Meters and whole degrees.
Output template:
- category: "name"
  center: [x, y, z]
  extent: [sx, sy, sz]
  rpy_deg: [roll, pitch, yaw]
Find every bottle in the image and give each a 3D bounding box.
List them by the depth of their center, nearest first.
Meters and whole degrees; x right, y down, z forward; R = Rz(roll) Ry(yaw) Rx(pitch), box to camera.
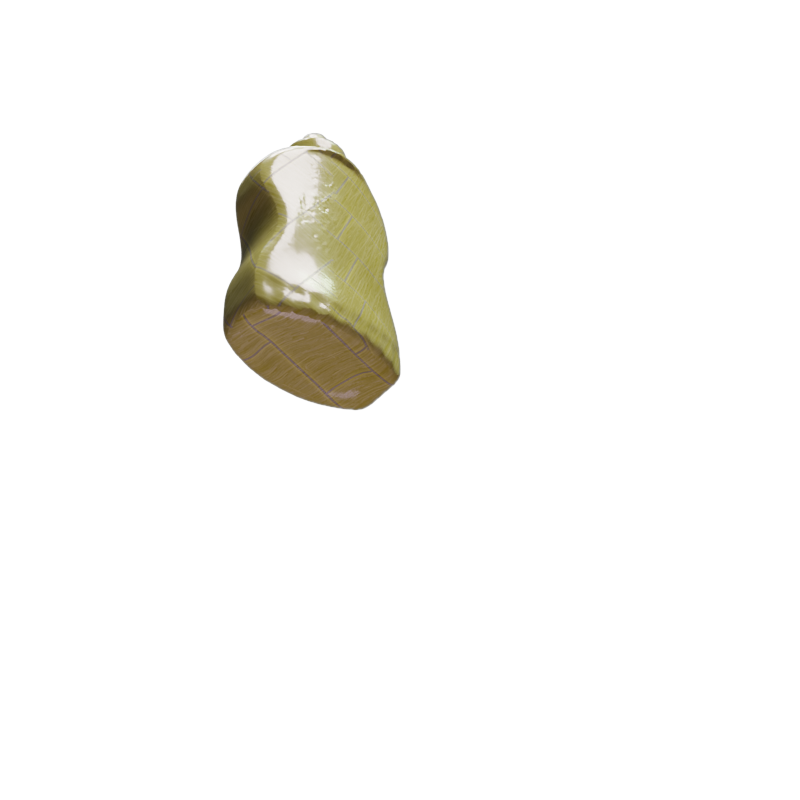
- category: "bottle"
  center: [-0.049, -0.090, 0.630]
  extent: [0.091, 0.206, 0.057]
  rpy_deg: [26, -53, -26]
